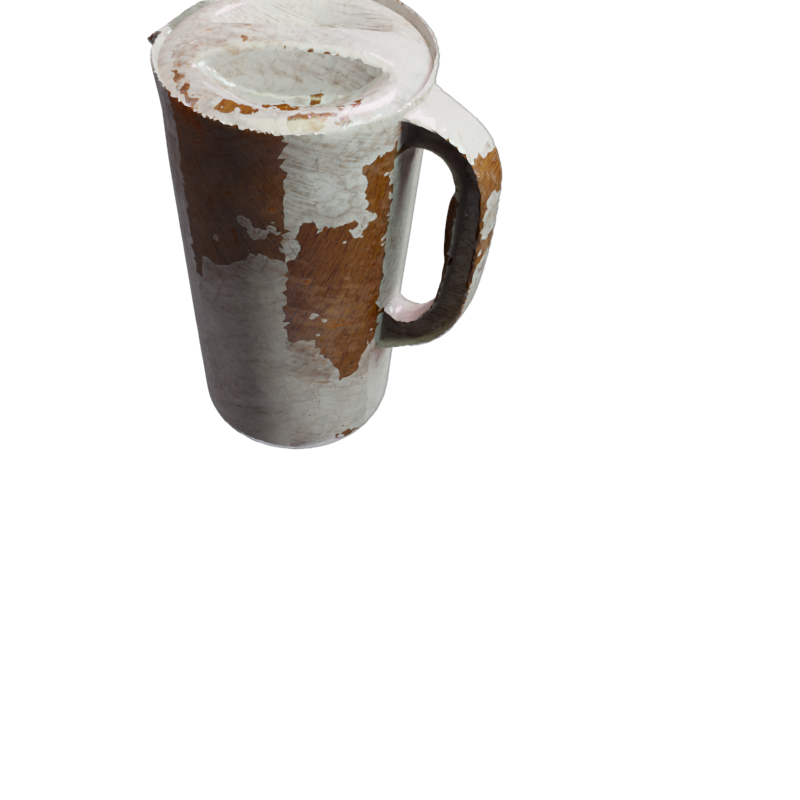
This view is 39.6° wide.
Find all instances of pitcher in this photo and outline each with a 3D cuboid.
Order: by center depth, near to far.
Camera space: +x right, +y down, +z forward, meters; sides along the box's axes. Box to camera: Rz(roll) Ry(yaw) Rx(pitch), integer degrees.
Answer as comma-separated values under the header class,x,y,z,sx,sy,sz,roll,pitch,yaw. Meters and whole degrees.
class,x,y,z,sx,sy,sz,roll,pitch,yaw
pitcher,-0.045,-0.083,0.579,0.143,0.162,0.226,-10,-43,-13
